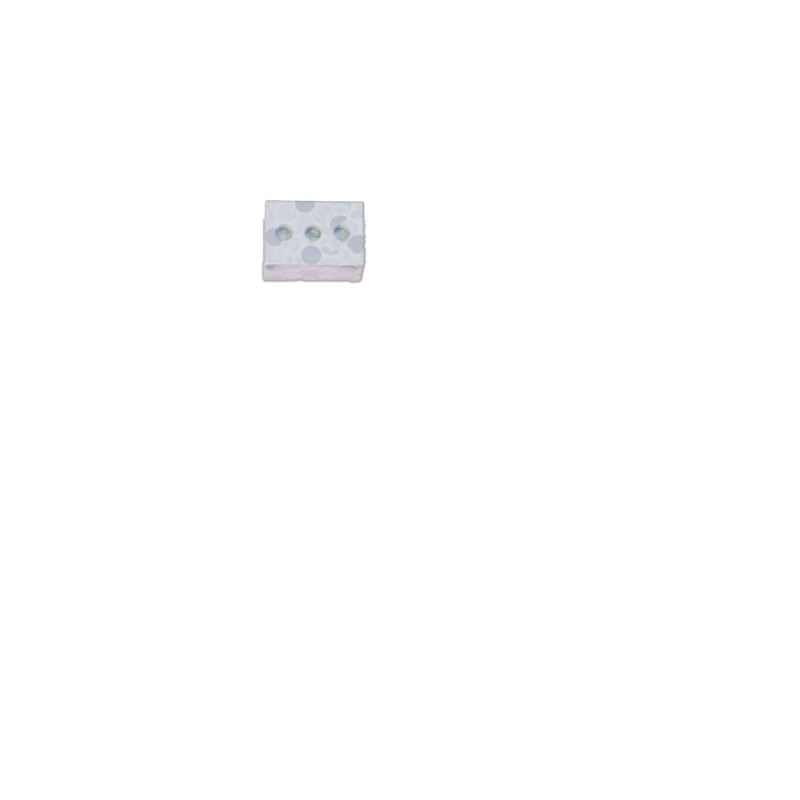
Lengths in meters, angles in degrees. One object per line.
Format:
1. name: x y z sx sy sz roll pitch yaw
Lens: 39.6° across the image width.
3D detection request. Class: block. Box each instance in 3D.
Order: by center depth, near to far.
1. block: -0.067 -0.123 0.859 0.078 0.055 0.049 0 -13 -1
